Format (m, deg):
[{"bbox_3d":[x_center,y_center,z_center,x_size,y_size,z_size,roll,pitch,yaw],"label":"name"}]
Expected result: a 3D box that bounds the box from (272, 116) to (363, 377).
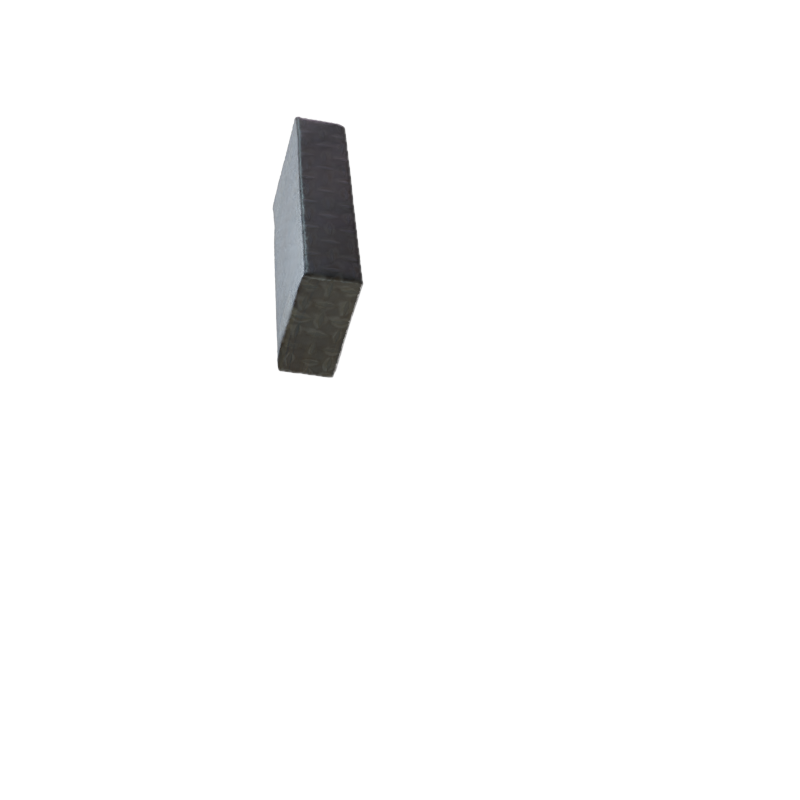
[{"bbox_3d":[-0.061,-0.112,0.783,0.047,0.189,0.088,9,-46,-13],"label":"box"}]
